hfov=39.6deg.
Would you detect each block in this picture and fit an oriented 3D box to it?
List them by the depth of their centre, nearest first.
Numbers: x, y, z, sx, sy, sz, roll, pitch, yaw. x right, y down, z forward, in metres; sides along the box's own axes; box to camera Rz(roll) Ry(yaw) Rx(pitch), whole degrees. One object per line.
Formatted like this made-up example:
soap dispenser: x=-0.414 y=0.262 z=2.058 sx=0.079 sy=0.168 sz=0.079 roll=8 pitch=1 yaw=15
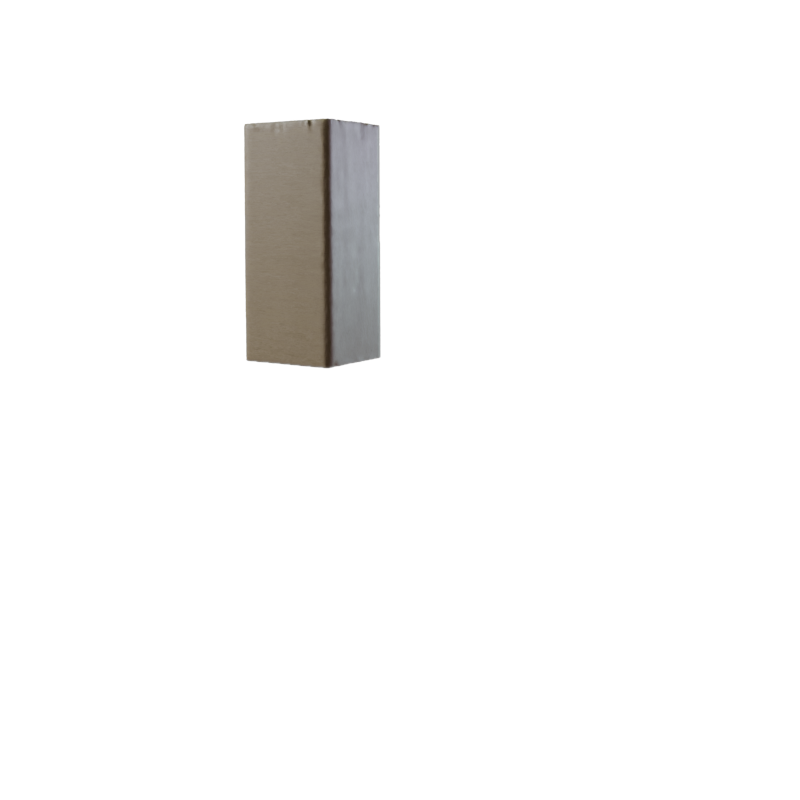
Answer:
block: x=-0.077 y=-0.139 z=0.972 sx=0.094 sy=0.205 sz=0.087 roll=2 pitch=3 yaw=32
